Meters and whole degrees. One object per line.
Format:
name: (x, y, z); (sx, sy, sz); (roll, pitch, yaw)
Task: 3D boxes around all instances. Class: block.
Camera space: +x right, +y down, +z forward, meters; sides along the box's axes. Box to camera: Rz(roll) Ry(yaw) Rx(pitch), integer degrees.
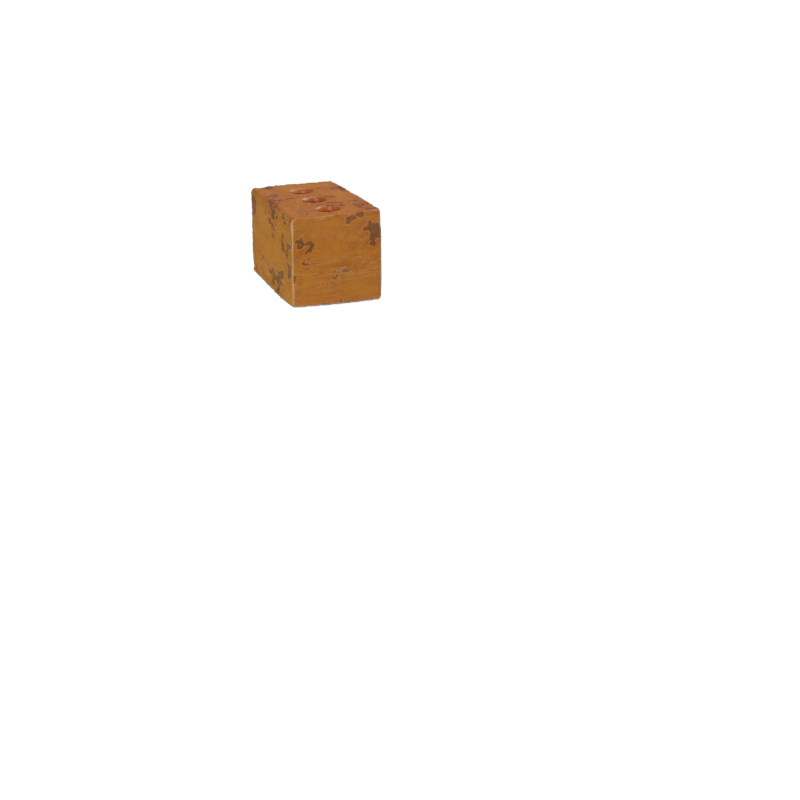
block: (-0.049, -0.090, 0.628); (0.052, 0.049, 0.083); (-8, 23, -22)
